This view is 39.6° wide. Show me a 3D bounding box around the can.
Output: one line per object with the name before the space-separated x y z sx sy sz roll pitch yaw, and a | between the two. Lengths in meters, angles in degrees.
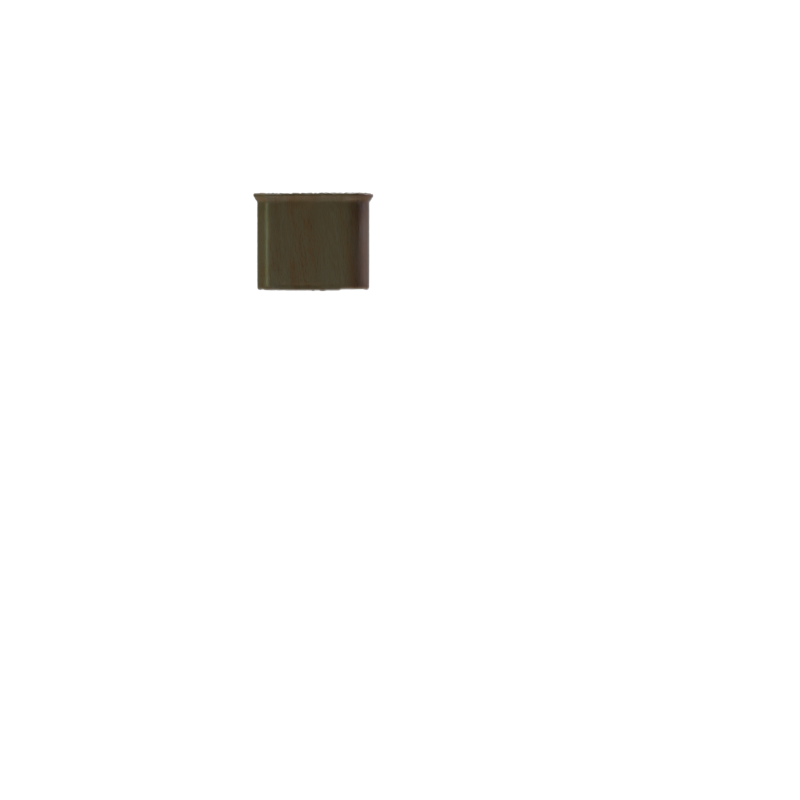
can | -0.075 -0.138 0.964 0.103 0.084 0.057 1 2 10
